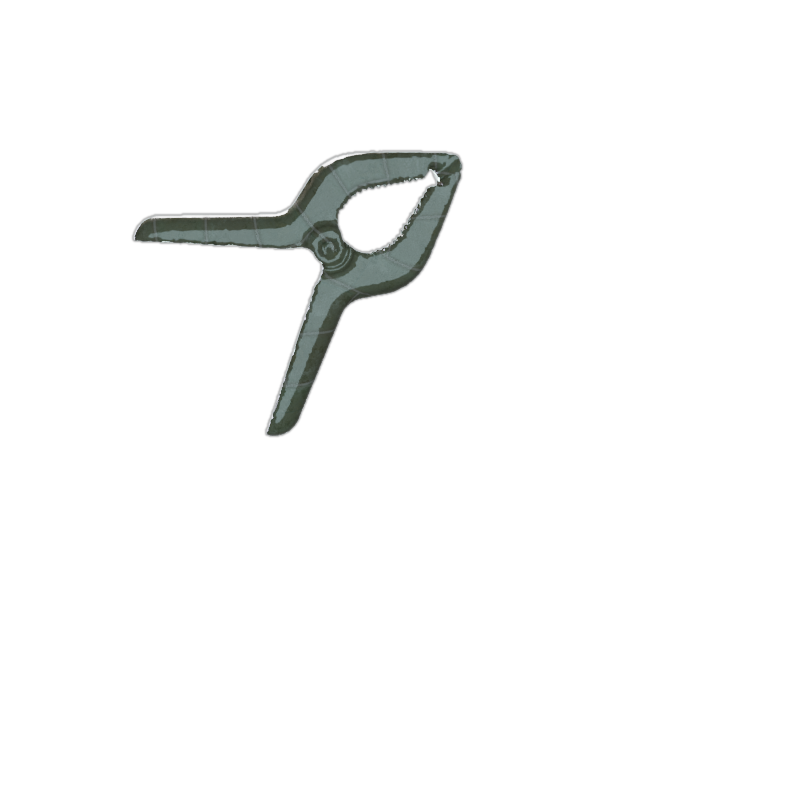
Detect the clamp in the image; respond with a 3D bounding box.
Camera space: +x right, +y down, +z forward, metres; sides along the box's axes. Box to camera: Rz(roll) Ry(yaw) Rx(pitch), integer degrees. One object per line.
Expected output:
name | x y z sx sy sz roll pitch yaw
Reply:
clamp | -0.056 -0.102 0.715 0.210 0.164 0.037 -41 2 1
